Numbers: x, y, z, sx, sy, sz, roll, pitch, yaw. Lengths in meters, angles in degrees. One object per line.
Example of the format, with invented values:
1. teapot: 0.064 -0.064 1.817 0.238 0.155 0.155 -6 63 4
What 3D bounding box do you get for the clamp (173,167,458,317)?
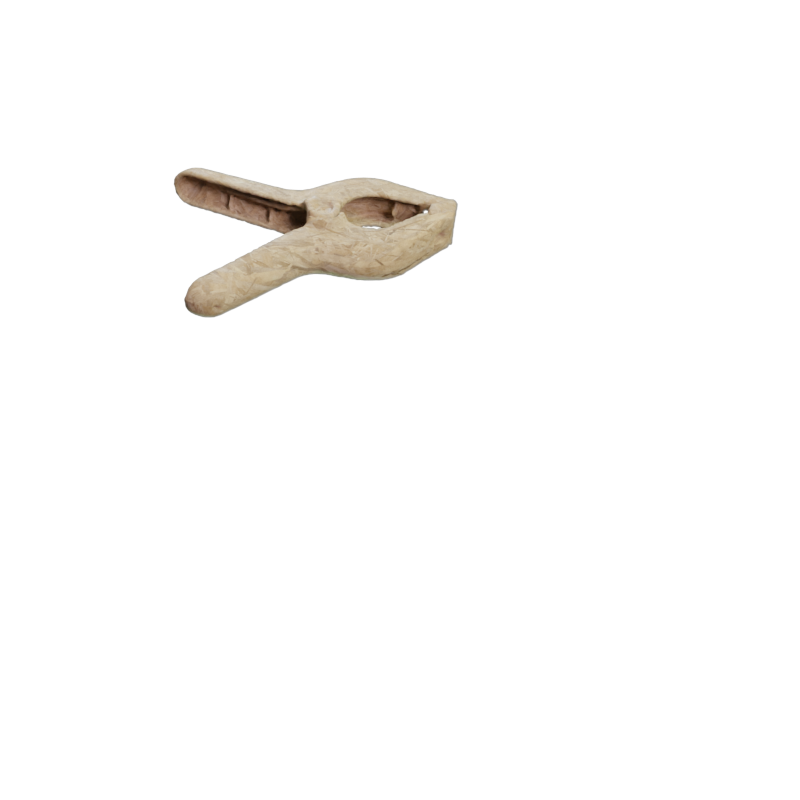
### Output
1. clamp: -0.050 -0.092 0.644 0.171 0.129 0.036 -1 -41 -1
